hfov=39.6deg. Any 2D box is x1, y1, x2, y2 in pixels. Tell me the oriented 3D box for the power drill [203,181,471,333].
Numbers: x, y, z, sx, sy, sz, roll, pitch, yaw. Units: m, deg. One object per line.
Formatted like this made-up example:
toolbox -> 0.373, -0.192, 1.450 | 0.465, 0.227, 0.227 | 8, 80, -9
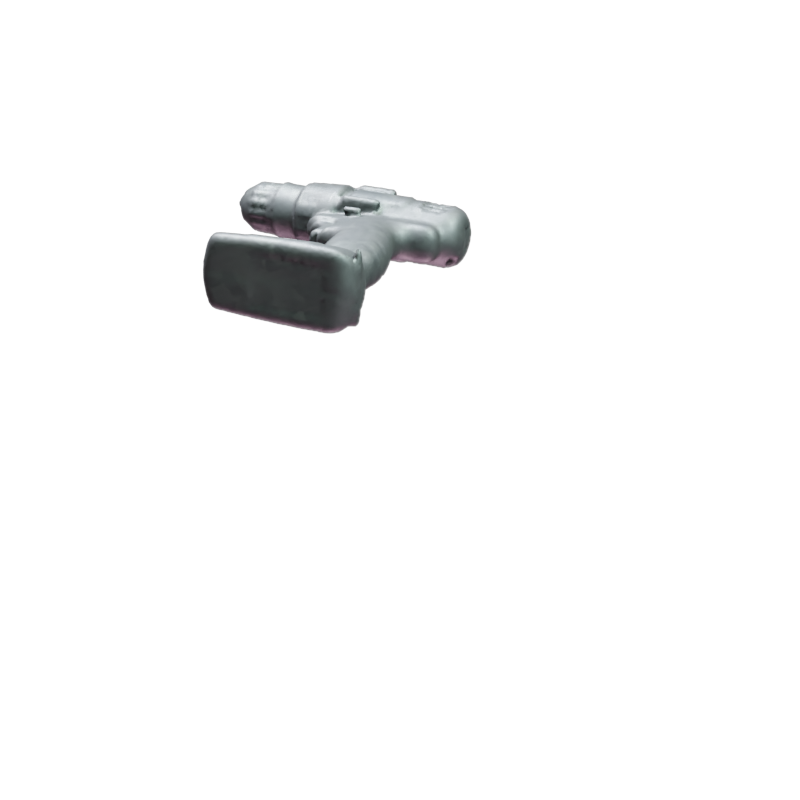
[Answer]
power drill -> -0.061, -0.111, 0.780 | 0.191, 0.055, 0.190 | 10, 26, 20
